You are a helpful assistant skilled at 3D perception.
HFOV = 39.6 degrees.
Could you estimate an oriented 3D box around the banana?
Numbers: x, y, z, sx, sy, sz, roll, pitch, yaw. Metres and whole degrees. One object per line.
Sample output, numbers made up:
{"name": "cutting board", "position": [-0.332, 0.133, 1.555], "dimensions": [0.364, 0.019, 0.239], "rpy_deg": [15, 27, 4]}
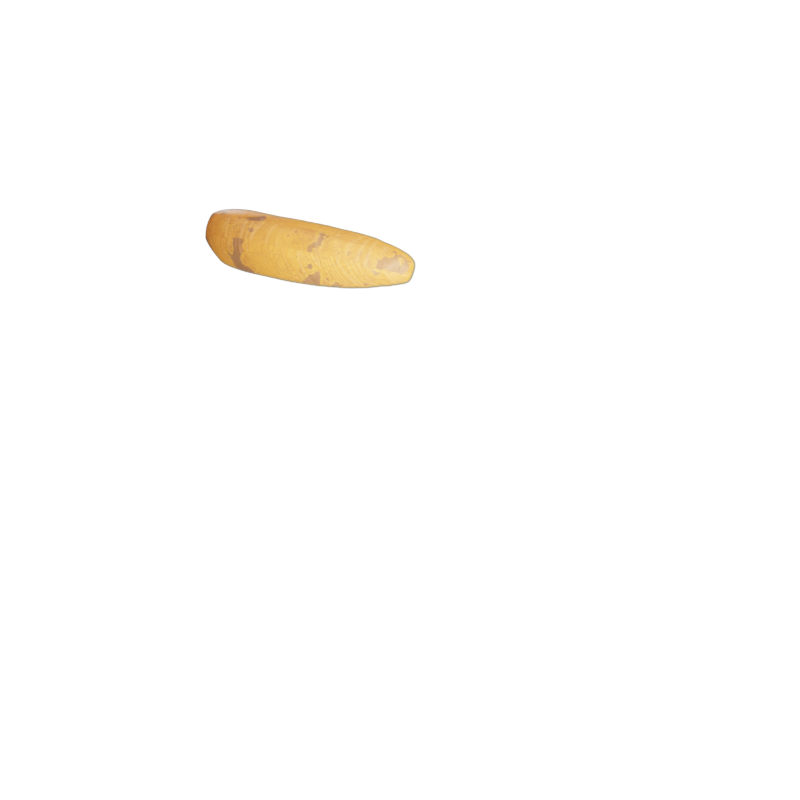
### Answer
{"name": "banana", "position": [-0.071, -0.096, 0.680], "dimensions": [0.068, 0.036, 0.209], "rpy_deg": [-8, 18, -30]}
